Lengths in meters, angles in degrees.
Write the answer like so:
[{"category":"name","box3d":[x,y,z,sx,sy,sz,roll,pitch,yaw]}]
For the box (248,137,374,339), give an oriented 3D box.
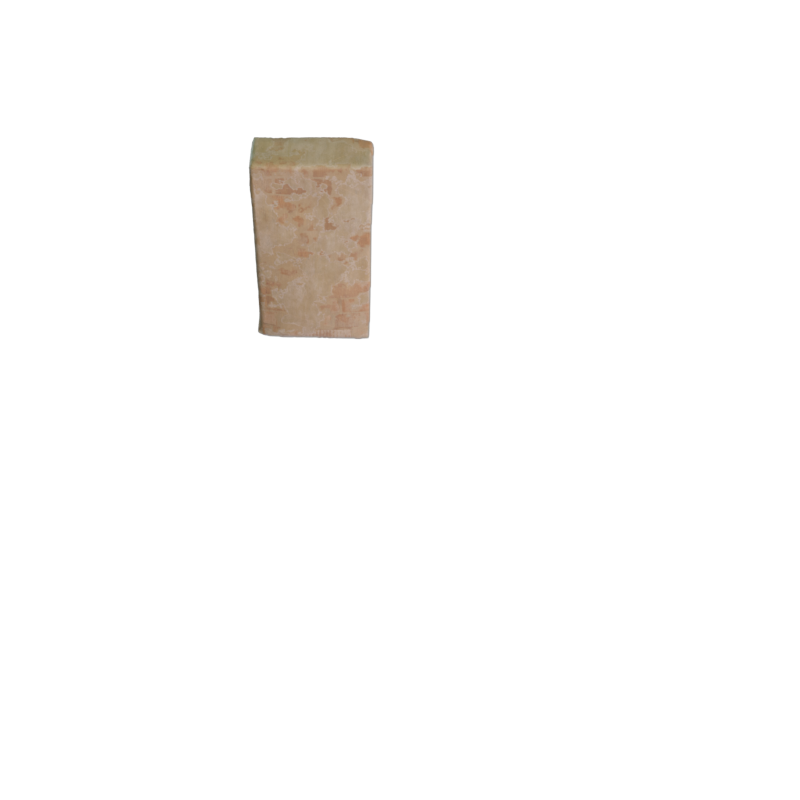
[{"category":"box","box3d":[-0.068,-0.125,0.871,0.093,0.164,0.051,3,41,-1]}]
